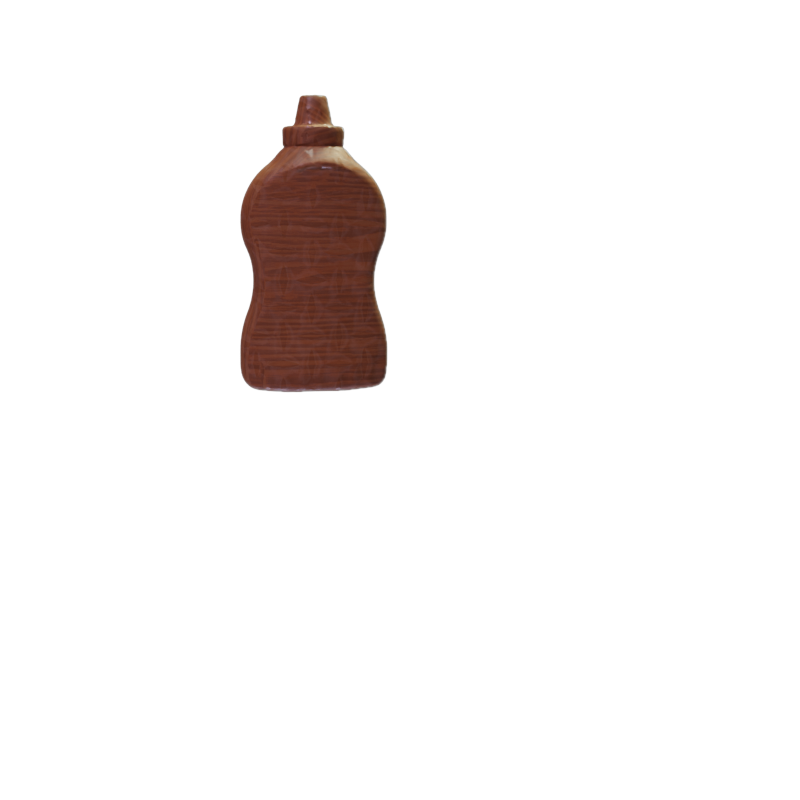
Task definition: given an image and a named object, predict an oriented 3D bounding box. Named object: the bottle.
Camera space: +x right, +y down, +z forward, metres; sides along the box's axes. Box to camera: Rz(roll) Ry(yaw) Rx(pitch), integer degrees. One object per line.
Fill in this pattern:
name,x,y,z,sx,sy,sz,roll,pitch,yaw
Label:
bottle,-0.057,-0.105,0.732,0.095,0.190,0.059,0,4,-9
